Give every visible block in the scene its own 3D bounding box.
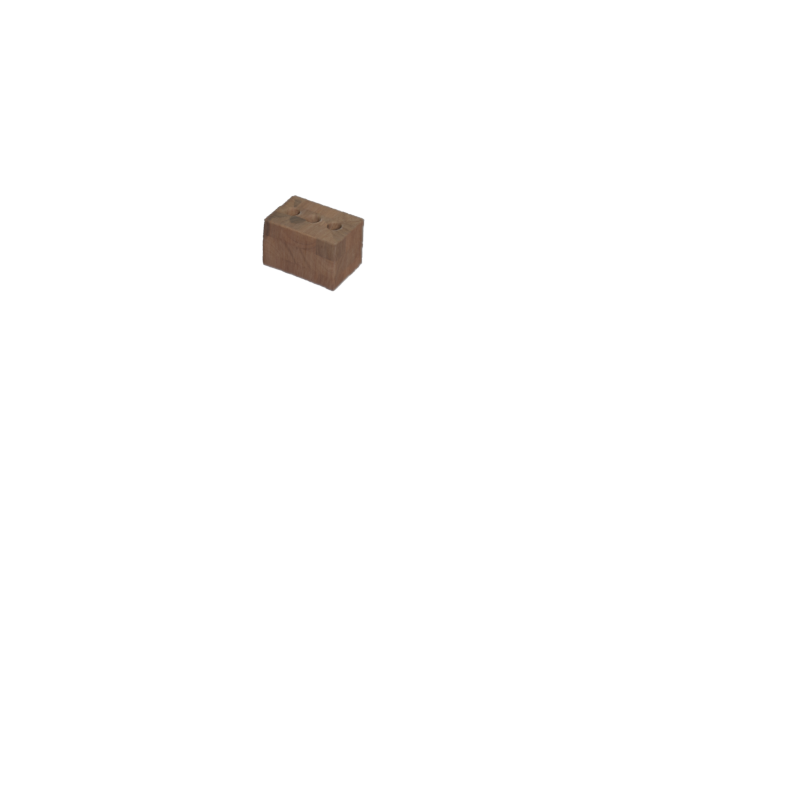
[{"bbox_3d":[-0.078,-0.142,0.997,0.082,0.048,0.054,21,42,23],"label":"block"}]
